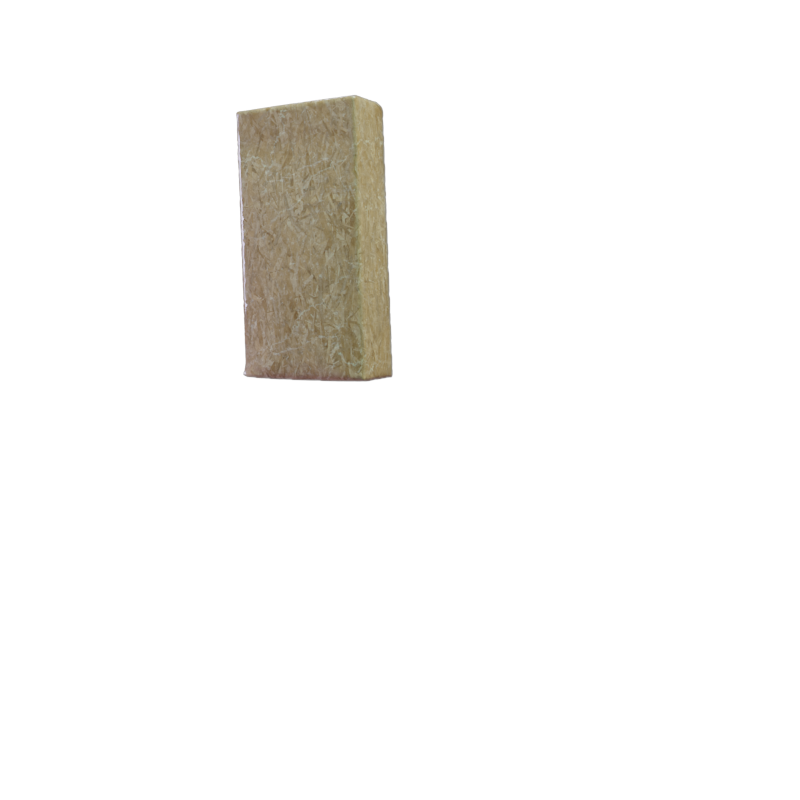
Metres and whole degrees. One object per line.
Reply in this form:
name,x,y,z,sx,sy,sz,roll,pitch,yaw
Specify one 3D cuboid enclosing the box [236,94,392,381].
box,-0.055,-0.102,0.713,0.096,0.178,0.046,-2,-4,30
